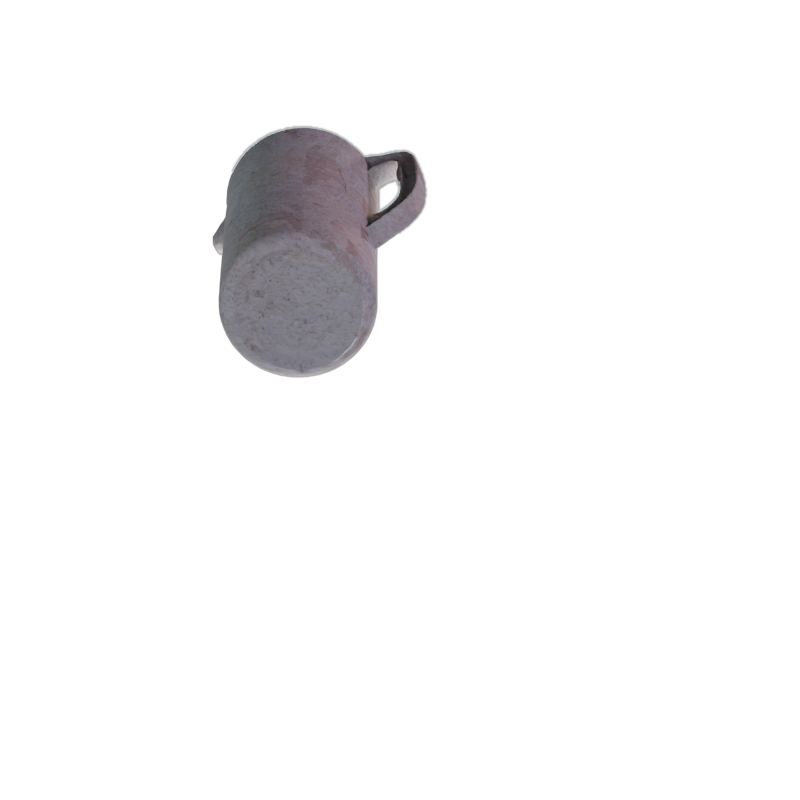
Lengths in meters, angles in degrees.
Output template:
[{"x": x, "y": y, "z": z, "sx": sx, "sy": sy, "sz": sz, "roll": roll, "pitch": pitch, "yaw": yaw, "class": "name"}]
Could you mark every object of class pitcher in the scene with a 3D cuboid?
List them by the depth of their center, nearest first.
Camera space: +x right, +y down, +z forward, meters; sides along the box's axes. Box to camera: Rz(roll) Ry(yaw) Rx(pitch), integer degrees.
[{"x": -0.066, "y": -0.121, "z": 0.848, "sx": 0.142, "sy": 0.144, "sz": 0.256, "roll": 19, "pitch": 23, "yaw": -12, "class": "pitcher"}]
